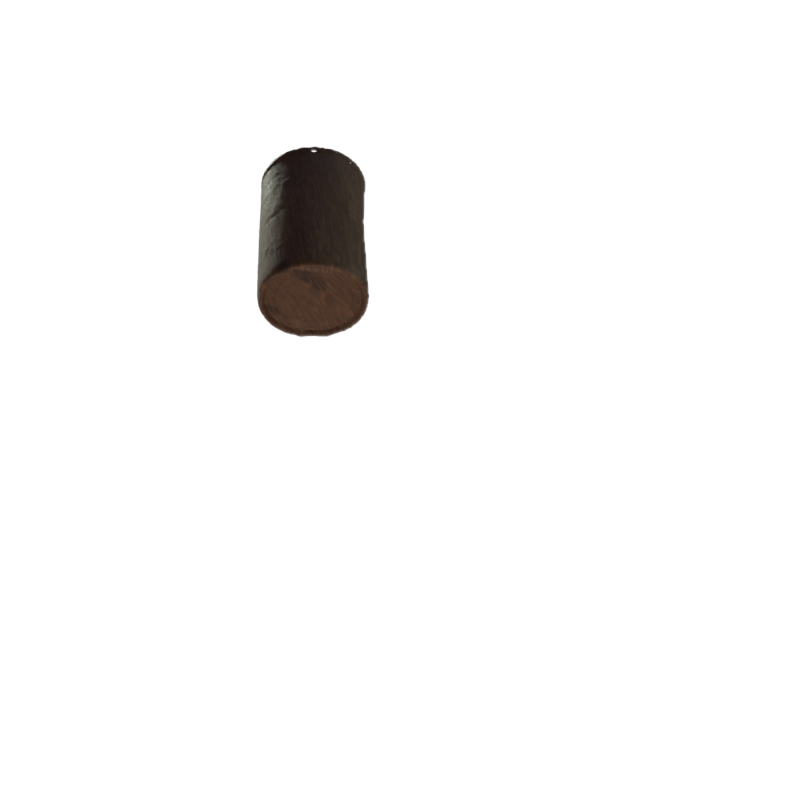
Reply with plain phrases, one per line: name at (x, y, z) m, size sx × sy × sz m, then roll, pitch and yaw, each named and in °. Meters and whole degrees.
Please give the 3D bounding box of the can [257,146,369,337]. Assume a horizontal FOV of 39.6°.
can at (-0.054, -0.098, 0.684) m, size 0.068 × 0.110 × 0.064 m, roll -1°, pitch -41°, yaw -3°
